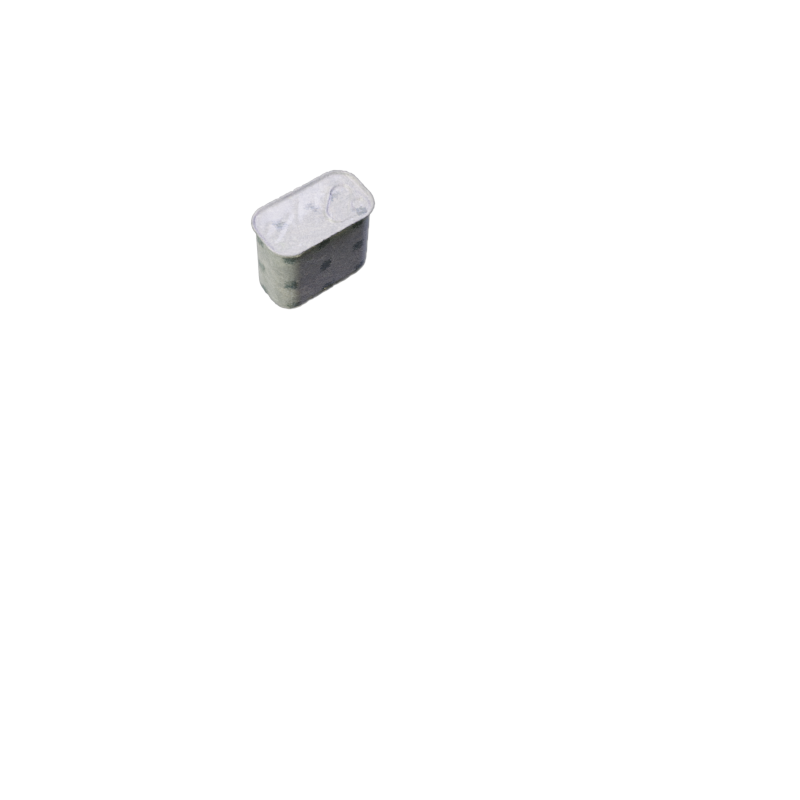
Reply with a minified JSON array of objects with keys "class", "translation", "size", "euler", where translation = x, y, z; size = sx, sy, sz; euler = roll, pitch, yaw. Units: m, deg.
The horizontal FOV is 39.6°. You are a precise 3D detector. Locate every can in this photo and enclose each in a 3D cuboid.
[{"class":"can","translation":[-0.073,-0.134,0.939],"size":[0.102,0.061,0.078],"euler":[-32,-26,-20]}]
